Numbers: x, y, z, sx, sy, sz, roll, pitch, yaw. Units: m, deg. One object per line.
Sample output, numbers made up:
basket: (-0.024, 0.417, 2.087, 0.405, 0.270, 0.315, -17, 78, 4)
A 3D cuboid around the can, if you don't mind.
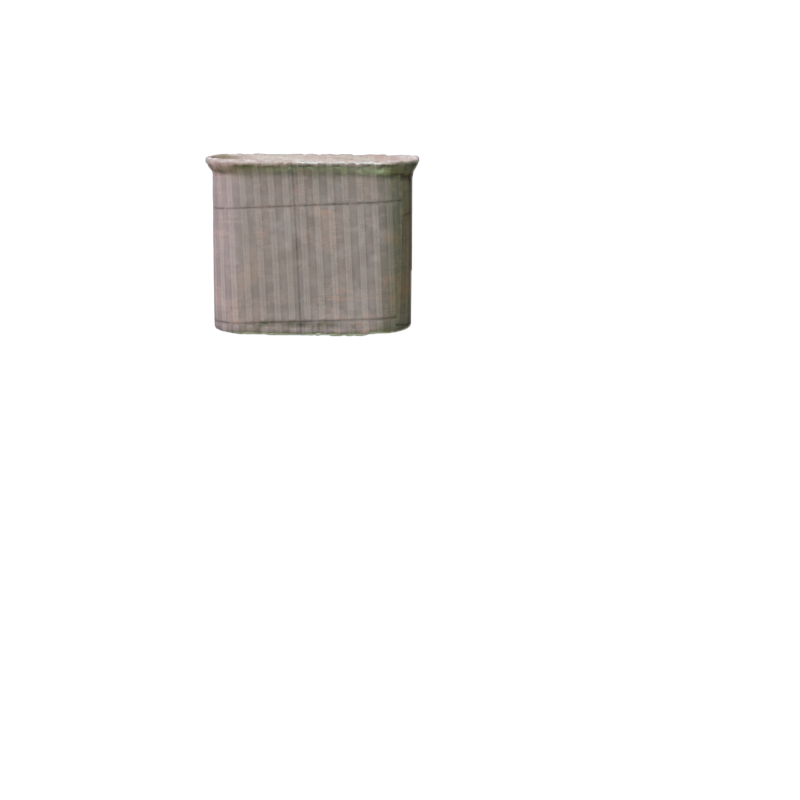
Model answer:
can: (-0.042, -0.077, 0.542, 0.103, 0.082, 0.058, 1, 10, 4)
